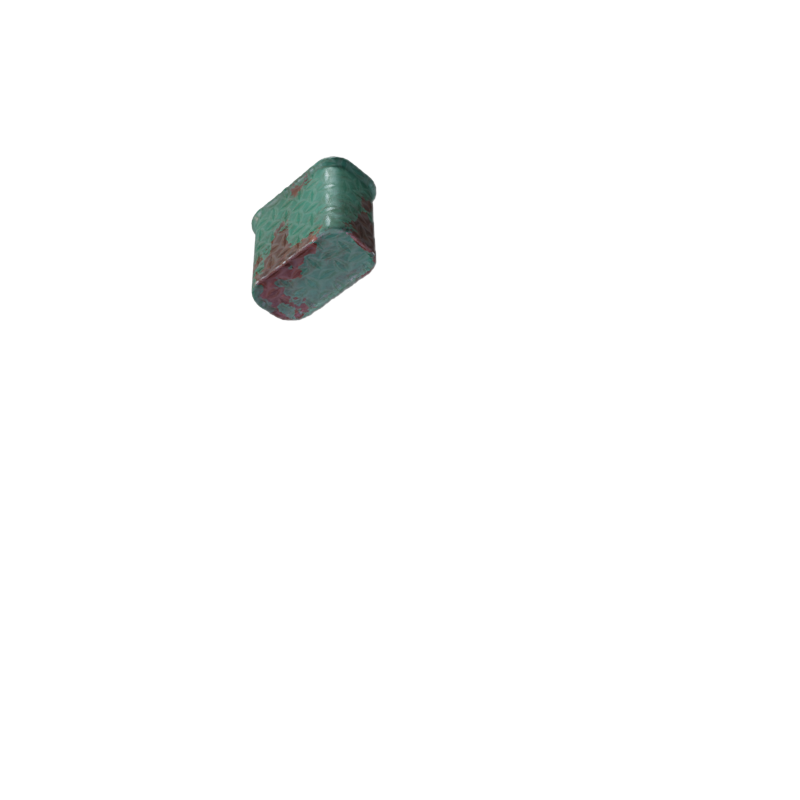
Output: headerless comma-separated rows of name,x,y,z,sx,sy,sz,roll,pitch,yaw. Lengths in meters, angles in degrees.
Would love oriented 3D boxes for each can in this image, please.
can,-0.065,-0.118,0.824,0.101,0.090,0.054,-34,-53,27
